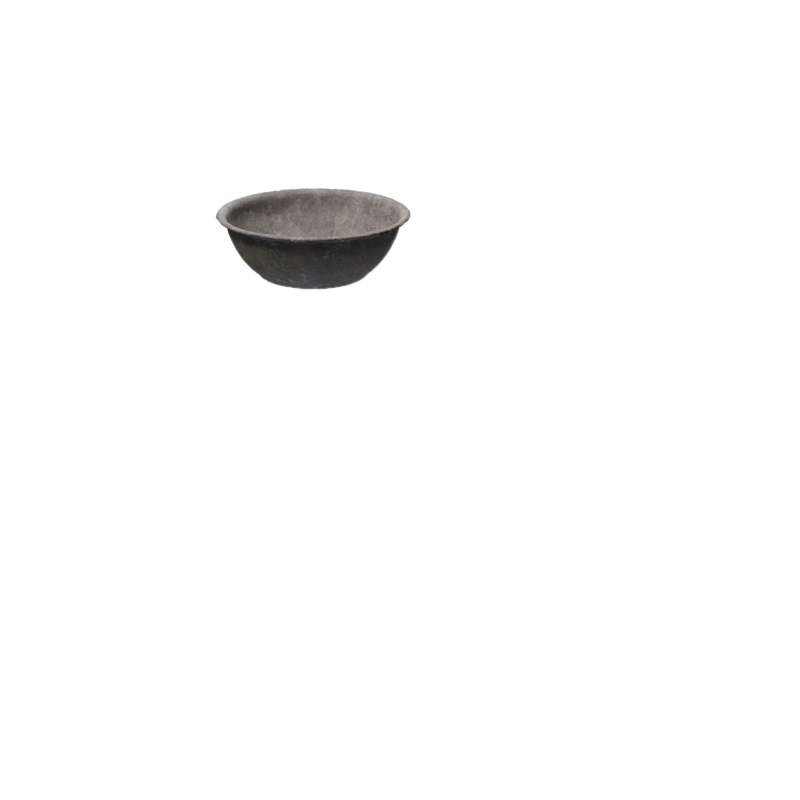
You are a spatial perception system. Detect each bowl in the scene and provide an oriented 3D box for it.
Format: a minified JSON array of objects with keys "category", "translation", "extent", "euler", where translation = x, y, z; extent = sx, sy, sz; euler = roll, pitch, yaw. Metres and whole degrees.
[{"category":"bowl","translation":[-0.073,-0.133,0.931],"extent":[0.162,0.053,0.170],"euler":[-1,23,-2]}]
